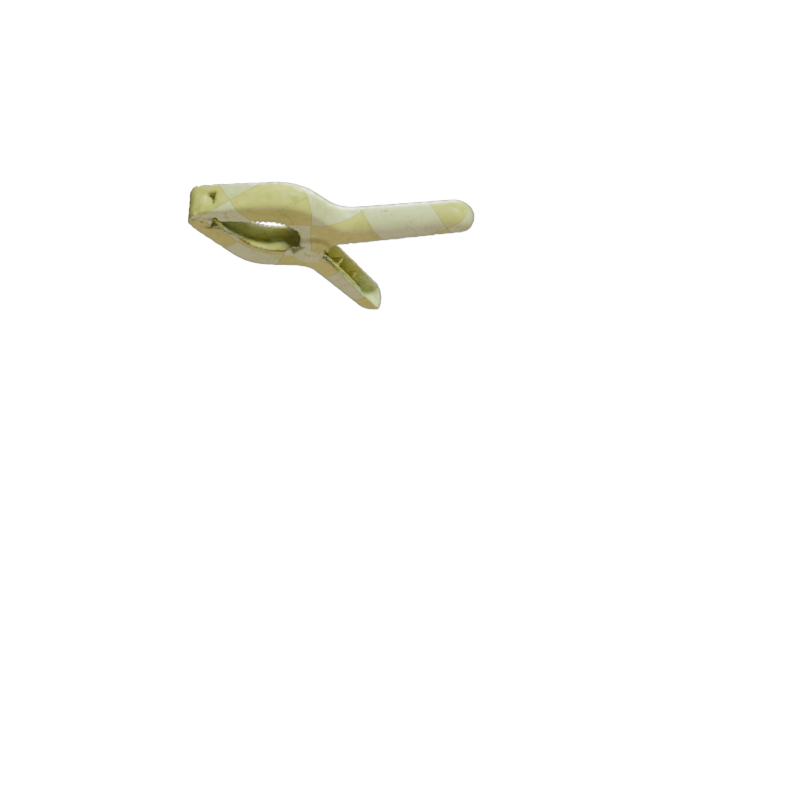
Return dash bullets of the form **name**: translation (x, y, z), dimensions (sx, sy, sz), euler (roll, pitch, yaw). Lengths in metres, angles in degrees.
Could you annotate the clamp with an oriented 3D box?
- **clamp**: translation (-0.069, -0.126, 0.879), dimensions (0.204, 0.039, 0.159), euler (8, -27, -17)
